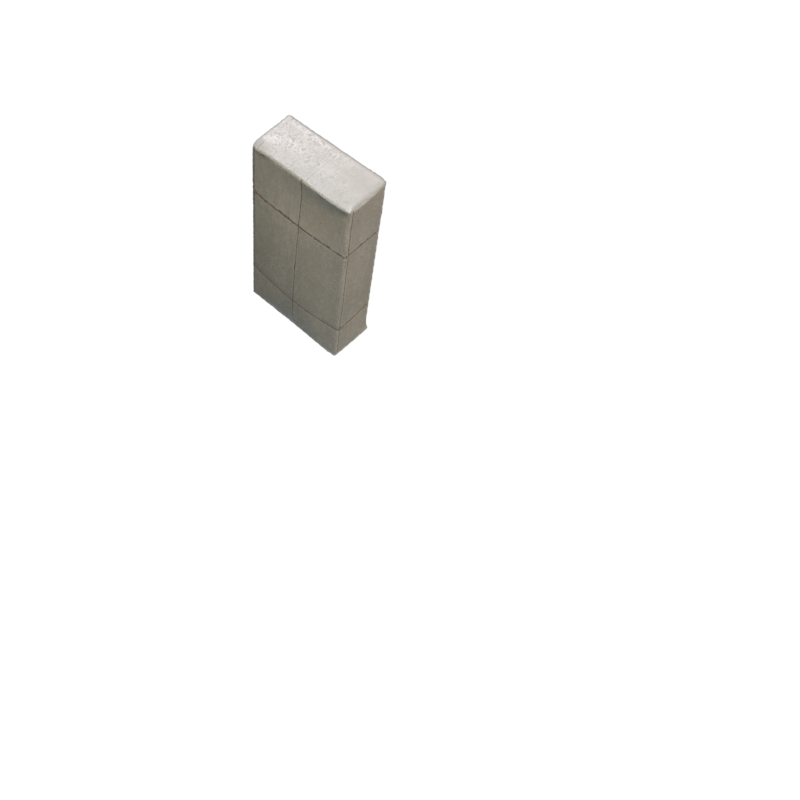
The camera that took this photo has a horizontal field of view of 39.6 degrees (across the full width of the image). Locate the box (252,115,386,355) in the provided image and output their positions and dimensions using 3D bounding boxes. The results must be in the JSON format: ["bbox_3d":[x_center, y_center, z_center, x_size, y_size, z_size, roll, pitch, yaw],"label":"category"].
[{"bbox_3d":[-0.064,-0.116,0.814,0.098,0.049,0.165,39,-26,19],"label":"box"}]
